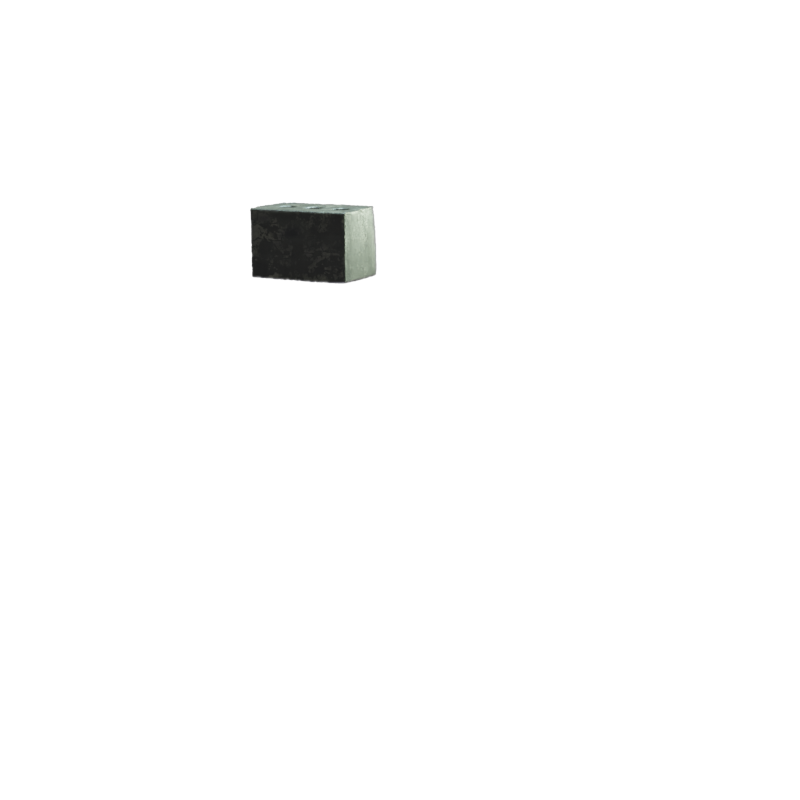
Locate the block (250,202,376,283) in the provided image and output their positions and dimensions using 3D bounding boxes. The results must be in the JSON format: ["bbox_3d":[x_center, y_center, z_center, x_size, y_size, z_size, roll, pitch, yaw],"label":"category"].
[{"bbox_3d":[-0.063,-0.114,0.802,0.081,0.050,0.052,6,12,25],"label":"block"}]
